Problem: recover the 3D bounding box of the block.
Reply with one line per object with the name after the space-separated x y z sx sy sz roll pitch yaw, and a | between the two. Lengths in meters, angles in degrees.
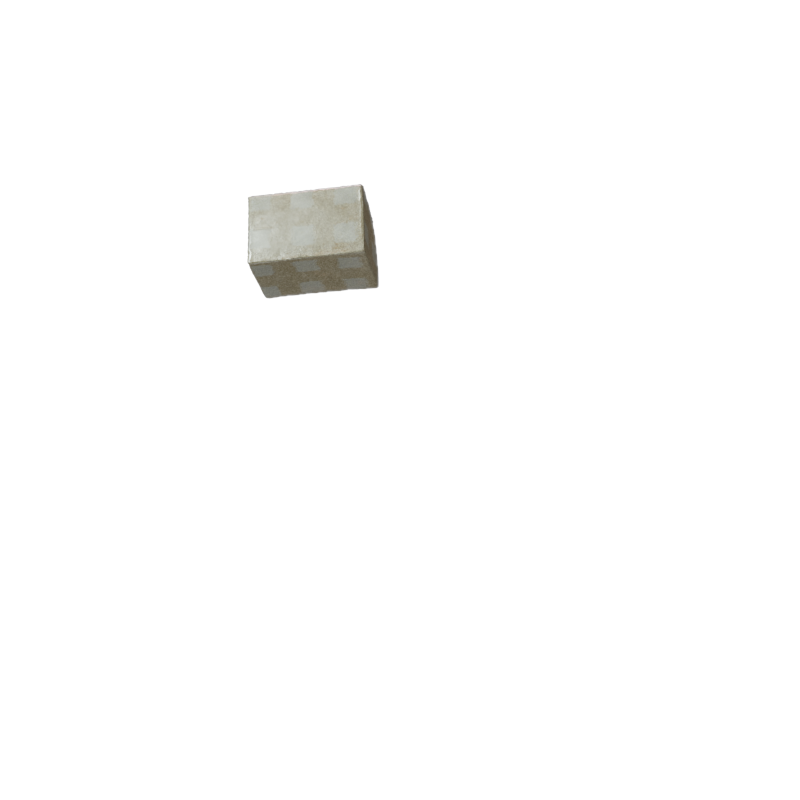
-0.057 -0.103 0.722 0.079 0.054 0.049 -4 -26 8 | block
